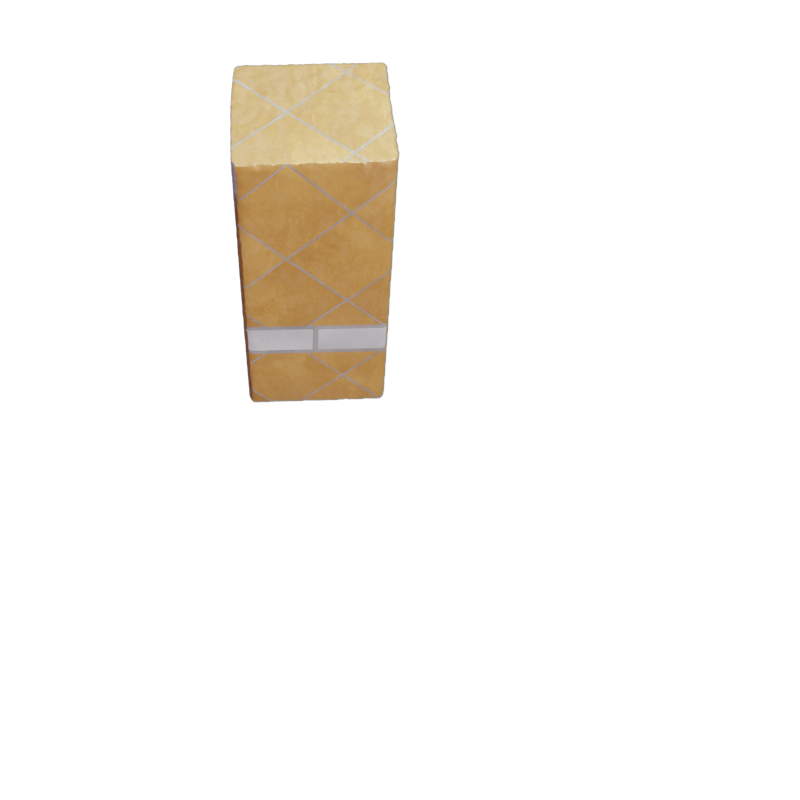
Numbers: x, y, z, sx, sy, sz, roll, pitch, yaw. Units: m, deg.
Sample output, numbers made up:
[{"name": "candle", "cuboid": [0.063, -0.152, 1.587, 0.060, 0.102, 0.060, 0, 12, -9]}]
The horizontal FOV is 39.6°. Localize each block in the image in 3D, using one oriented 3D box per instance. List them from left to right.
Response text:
[{"name": "block", "cuboid": [-0.053, -0.097, 0.679, 0.090, 0.097, 0.192, -1, -40, -5]}]
